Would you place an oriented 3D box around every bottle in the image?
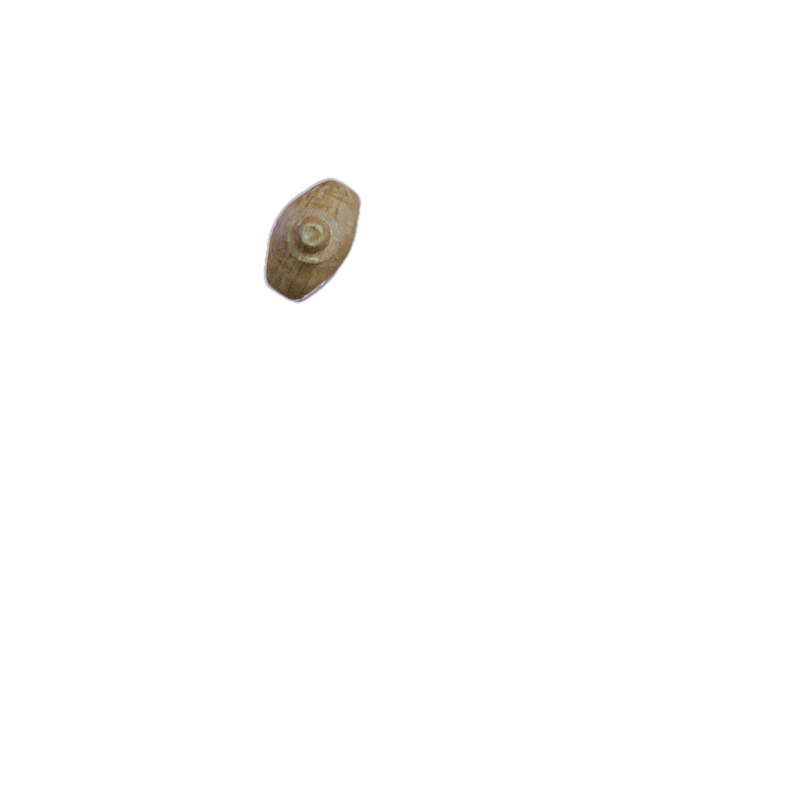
[{"bbox_3d":[-0.067,-0.122,0.854,0.058,0.096,0.193,33,1,-6],"label":"bottle"}]
